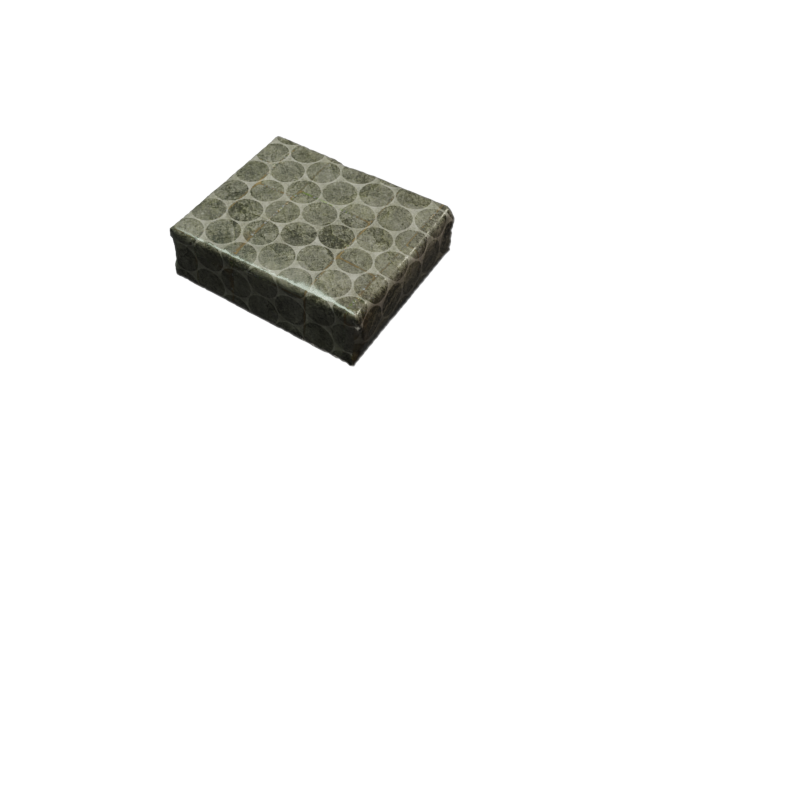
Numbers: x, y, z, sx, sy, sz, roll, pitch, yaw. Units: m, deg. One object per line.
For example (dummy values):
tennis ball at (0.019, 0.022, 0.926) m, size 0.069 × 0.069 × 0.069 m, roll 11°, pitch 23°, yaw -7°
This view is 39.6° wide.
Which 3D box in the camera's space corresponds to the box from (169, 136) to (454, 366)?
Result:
box at (-0.035, -0.063, 0.444) m, size 0.094 × 0.028 × 0.075 m, roll 26°, pitch 52°, yaw 22°
